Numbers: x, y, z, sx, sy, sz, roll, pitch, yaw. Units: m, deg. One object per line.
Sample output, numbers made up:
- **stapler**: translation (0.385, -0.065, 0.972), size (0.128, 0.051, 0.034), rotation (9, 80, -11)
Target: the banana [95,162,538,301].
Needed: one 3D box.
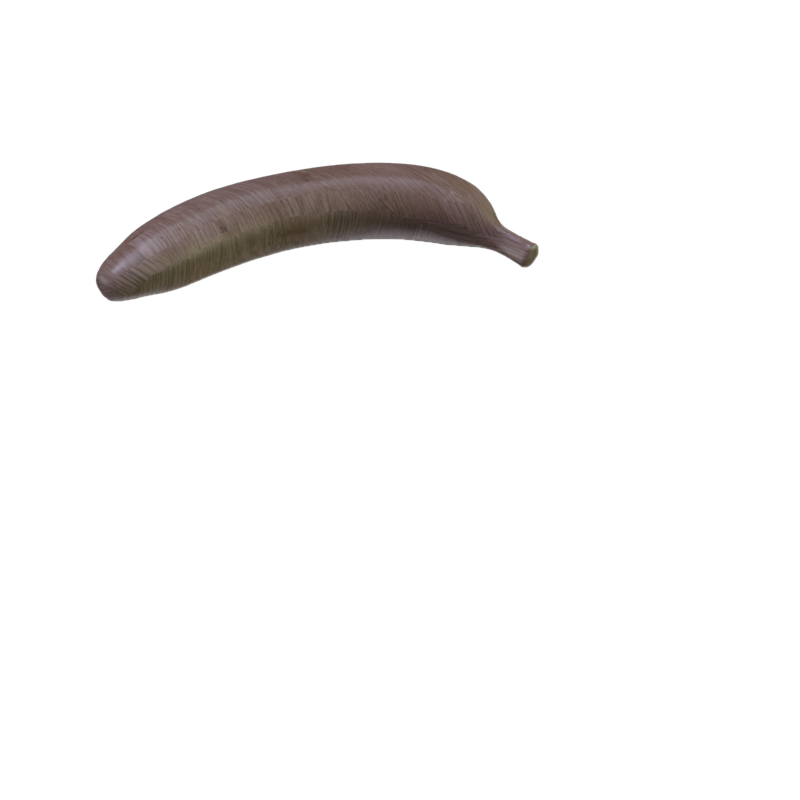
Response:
- **banana**: translation (-0.040, -0.081, 0.504), size (0.195, 0.035, 0.075), rotation (-8, 33, -12)
